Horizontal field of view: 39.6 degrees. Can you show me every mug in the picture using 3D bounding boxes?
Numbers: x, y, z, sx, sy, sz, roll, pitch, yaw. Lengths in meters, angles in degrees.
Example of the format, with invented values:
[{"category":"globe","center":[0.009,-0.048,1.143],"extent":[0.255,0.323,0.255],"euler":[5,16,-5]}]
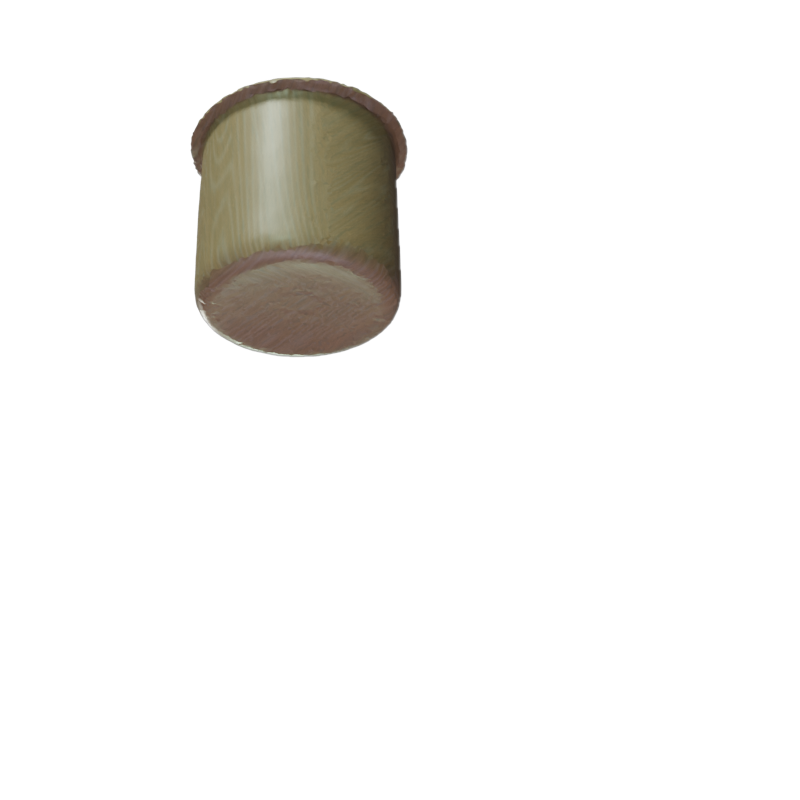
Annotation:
[{"category":"mug","center":[-0.036,-0.066,0.463],"extent":[0.094,0.087,0.108],"euler":[-17,-35,23]}]
